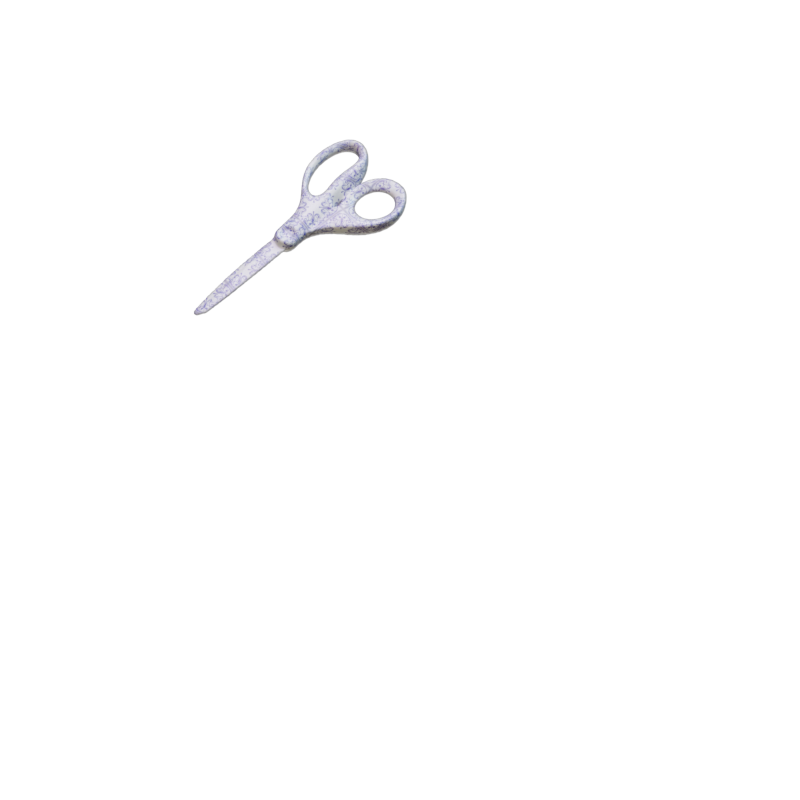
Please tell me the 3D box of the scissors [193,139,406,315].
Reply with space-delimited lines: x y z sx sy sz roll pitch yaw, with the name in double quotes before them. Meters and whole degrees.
"scissors" -0.068 -0.124 0.871 0.099 0.208 0.015 24 -27 13
